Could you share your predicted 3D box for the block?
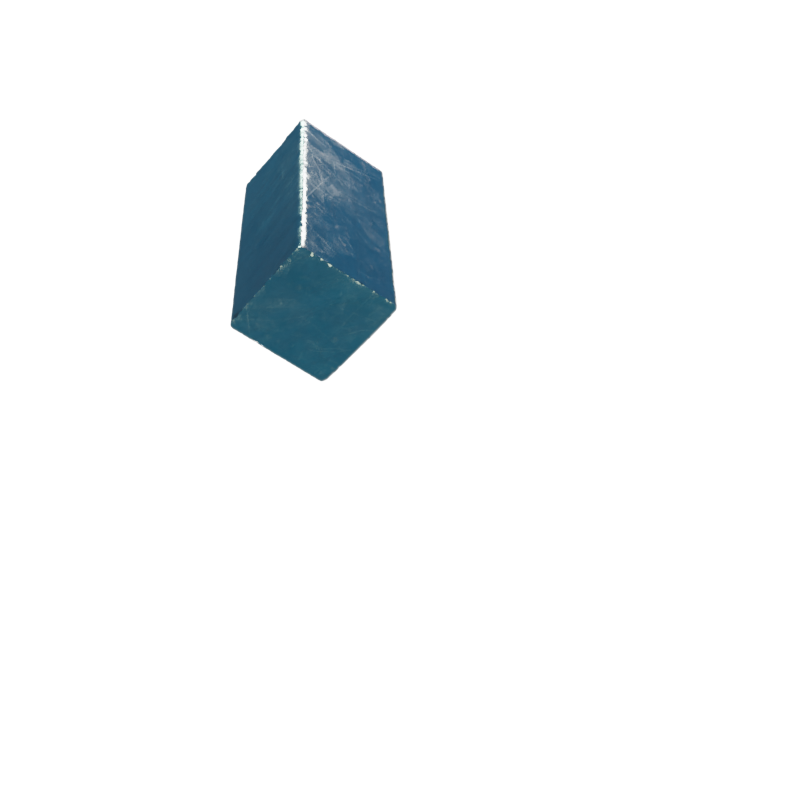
[{"bbox_3d":[-0.070,-0.126,0.886,0.086,0.088,0.221,31,29,-24],"label":"block"}]
